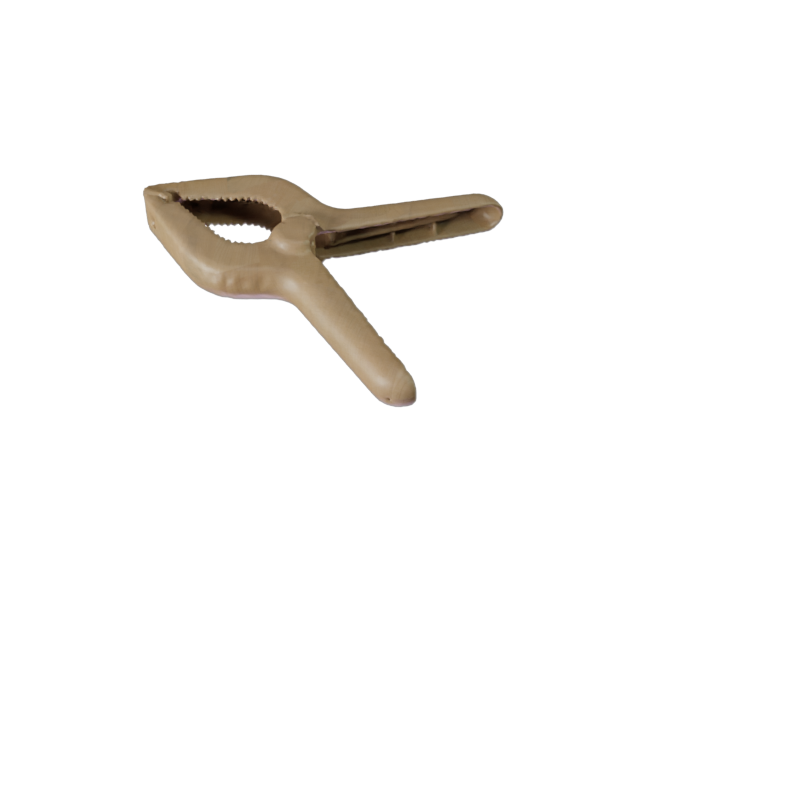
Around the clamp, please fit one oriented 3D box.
[{"bbox_3d":[-0.051,-0.093,0.652,0.219,0.034,0.169,22,50,20],"label":"clamp"}]
